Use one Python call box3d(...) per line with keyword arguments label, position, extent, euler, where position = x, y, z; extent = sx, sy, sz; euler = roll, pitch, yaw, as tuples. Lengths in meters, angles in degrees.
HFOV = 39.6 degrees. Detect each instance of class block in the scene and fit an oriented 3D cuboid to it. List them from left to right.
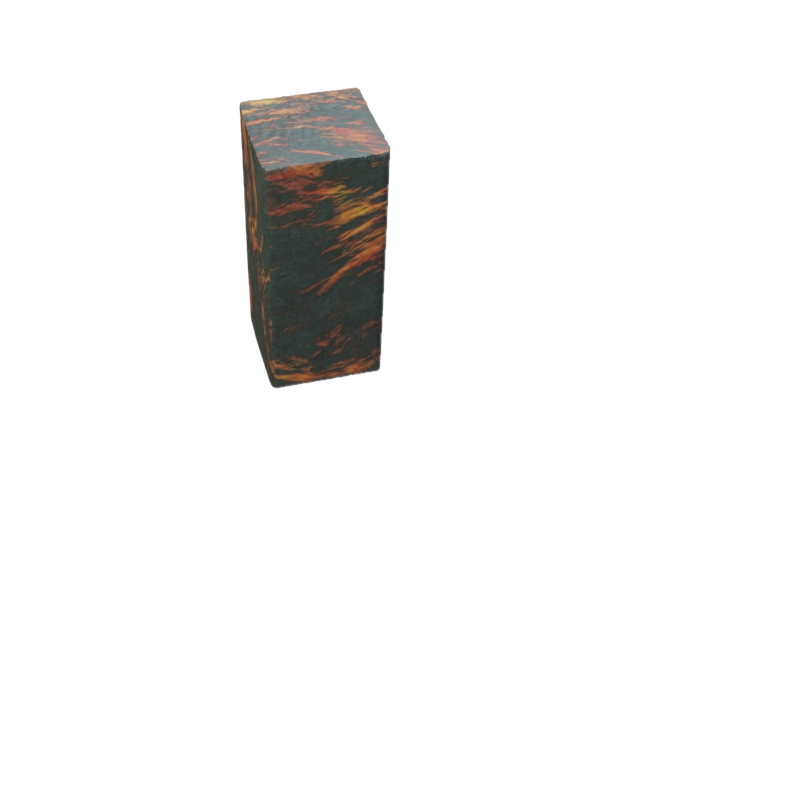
box3d(label="block", position=(-0.065, -0.118, 0.827), extent=(0.090, 0.192, 0.098), euler=(-9, 43, -13))
